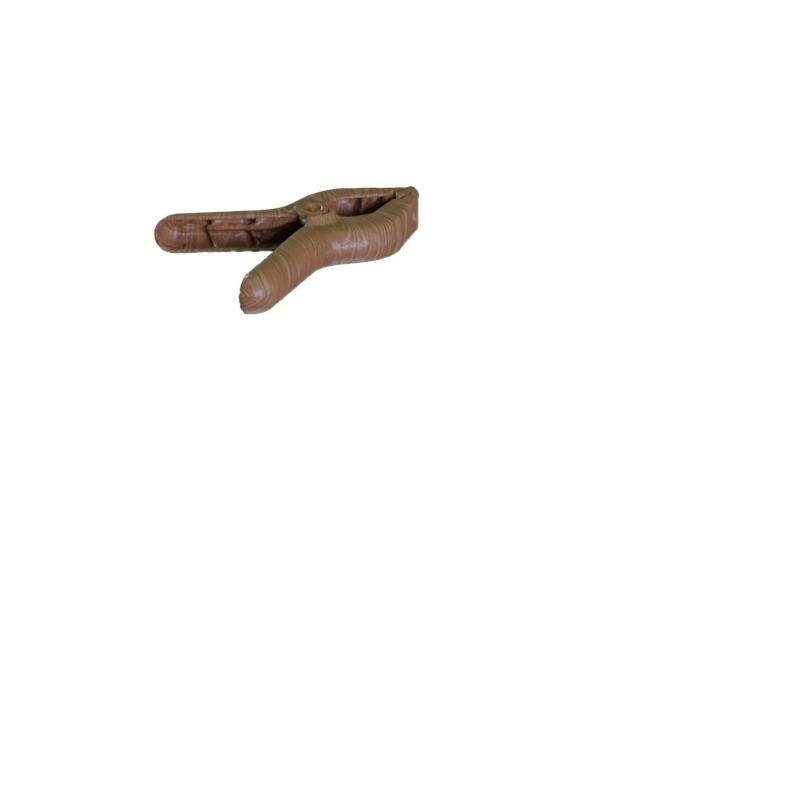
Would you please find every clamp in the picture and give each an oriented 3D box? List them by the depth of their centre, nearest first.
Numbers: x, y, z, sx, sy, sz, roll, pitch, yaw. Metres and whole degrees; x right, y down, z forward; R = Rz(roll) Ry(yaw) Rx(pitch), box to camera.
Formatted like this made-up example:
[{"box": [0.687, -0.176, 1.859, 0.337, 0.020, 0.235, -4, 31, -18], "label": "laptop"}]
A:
[{"box": [-0.053, -0.097, 0.680, 0.169, 0.037, 0.130, -16, 39, -21], "label": "clamp"}]
